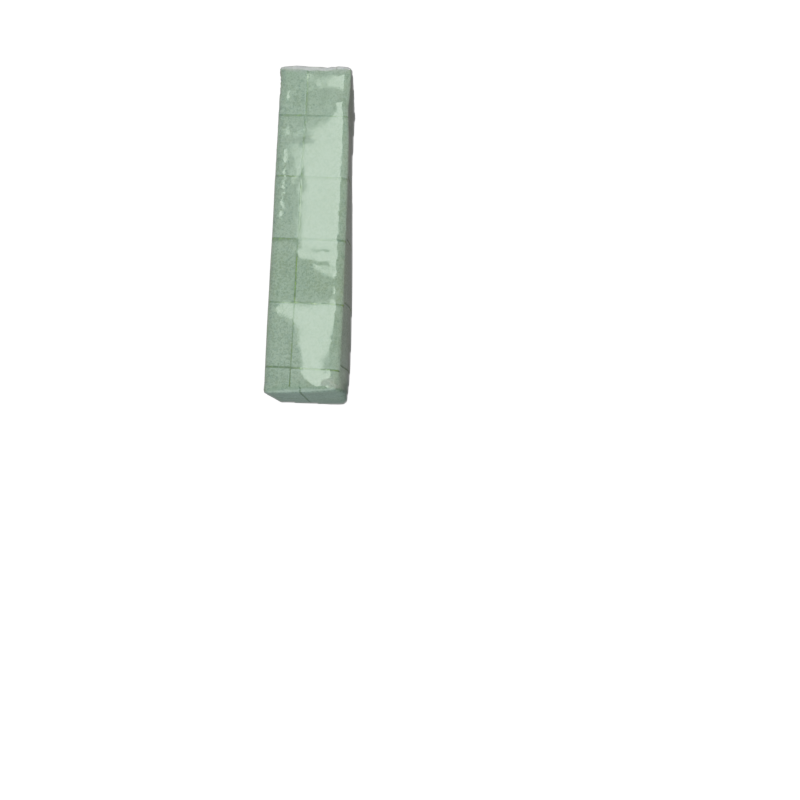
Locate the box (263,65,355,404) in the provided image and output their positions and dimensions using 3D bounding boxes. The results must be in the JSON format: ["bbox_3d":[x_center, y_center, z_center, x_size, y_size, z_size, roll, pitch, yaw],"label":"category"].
[{"bbox_3d":[-0.049,-0.089,0.622,0.048,0.181,0.091,-1,-10,0],"label":"box"}]
